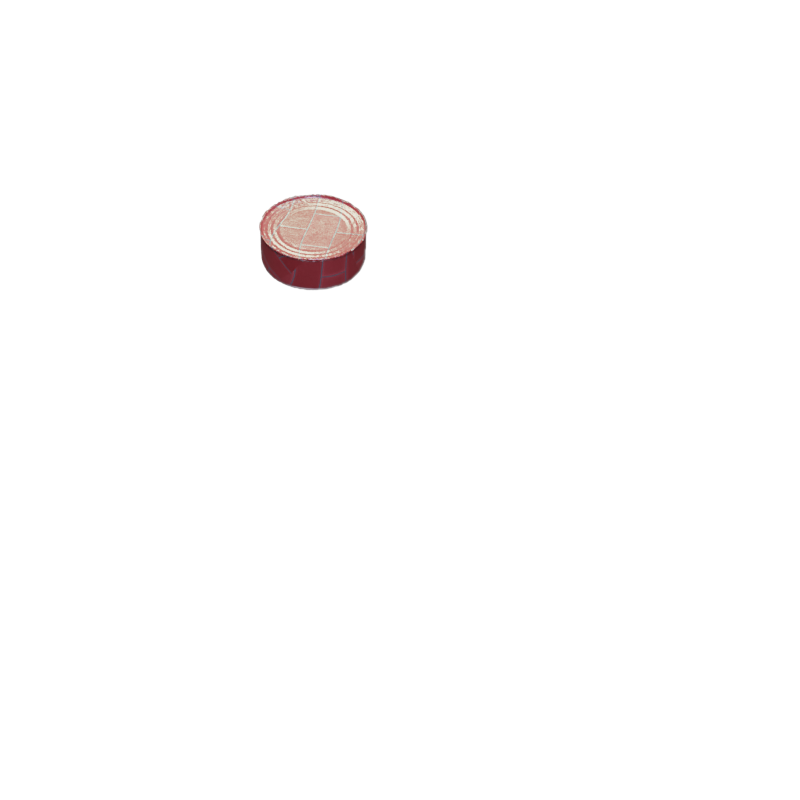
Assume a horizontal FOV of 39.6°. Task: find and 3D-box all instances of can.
[{"bbox_3d":[-0.069,-0.127,0.887,0.086,0.031,0.092,-1,43,-2],"label":"can"}]
